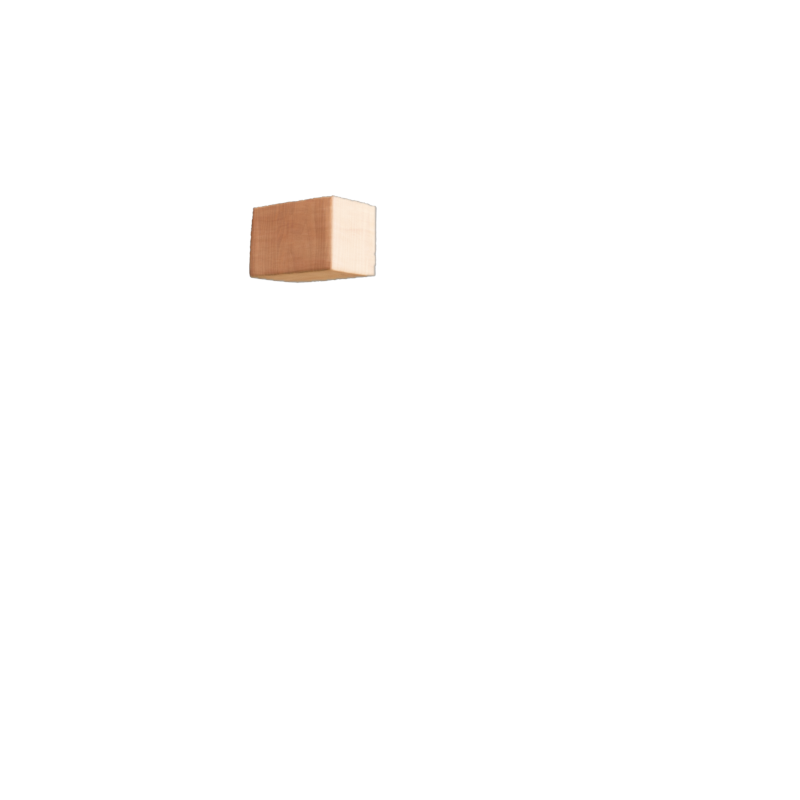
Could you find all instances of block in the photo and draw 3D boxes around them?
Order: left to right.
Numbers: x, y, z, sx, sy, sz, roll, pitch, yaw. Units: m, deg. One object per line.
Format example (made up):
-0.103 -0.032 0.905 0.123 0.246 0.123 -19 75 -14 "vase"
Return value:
-0.062 -0.113 0.790 0.080 0.052 0.050 -2 -5 37 "block"
